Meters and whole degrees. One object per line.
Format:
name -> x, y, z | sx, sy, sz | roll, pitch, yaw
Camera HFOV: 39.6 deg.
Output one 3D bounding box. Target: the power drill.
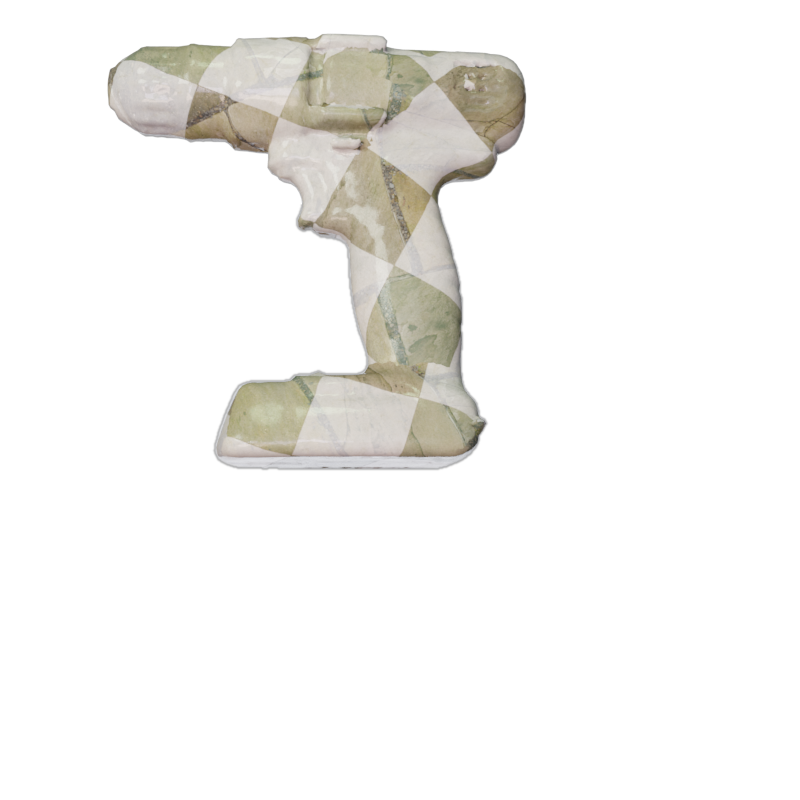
power drill -> -0.037, -0.067, 0.471 | 0.184, 0.195, 0.055 | 1, -15, 0
